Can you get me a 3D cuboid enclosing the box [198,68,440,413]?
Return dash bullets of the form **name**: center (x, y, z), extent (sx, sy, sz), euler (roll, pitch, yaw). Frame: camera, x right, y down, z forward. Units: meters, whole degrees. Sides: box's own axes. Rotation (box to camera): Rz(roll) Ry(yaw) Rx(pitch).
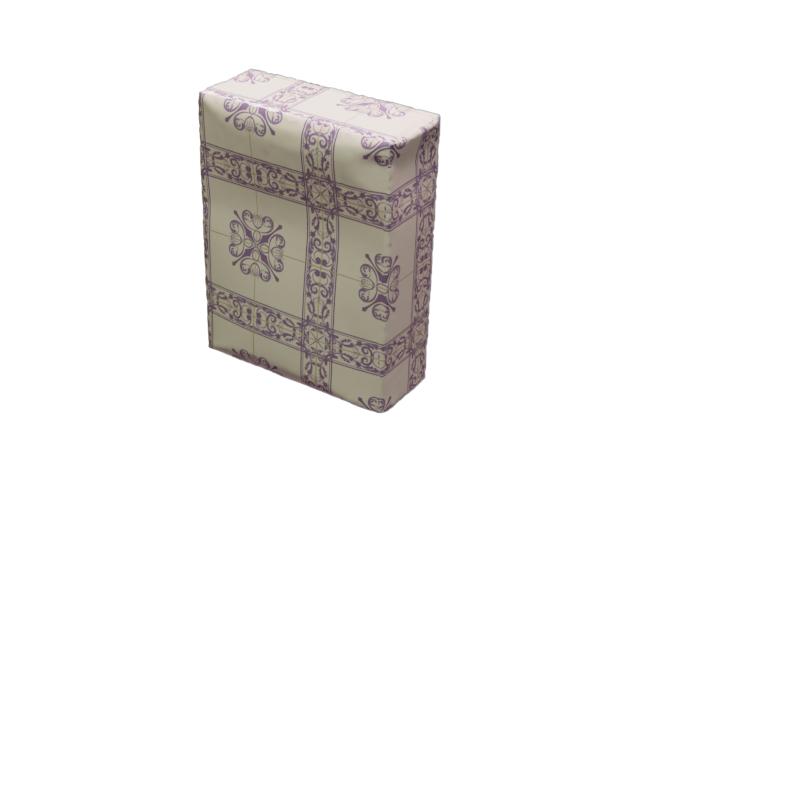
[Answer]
- **box**: center (-0.063, -0.114, 0.799), extent (0.173, 0.201, 0.072), euler (21, 35, 28)
